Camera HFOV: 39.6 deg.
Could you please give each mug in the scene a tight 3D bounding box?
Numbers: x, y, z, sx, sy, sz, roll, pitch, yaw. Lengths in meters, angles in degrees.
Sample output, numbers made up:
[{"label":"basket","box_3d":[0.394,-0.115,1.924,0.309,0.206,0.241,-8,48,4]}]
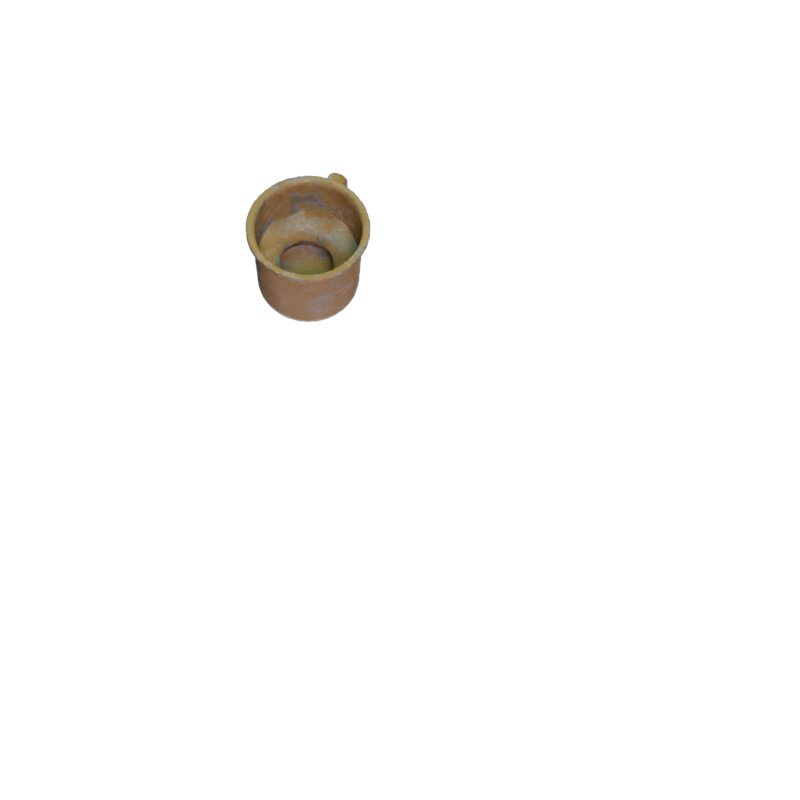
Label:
[{"label":"mug","box_3d":[-0.067,-0.123,0.862,0.095,0.122,0.077,16,-28,7]}]
